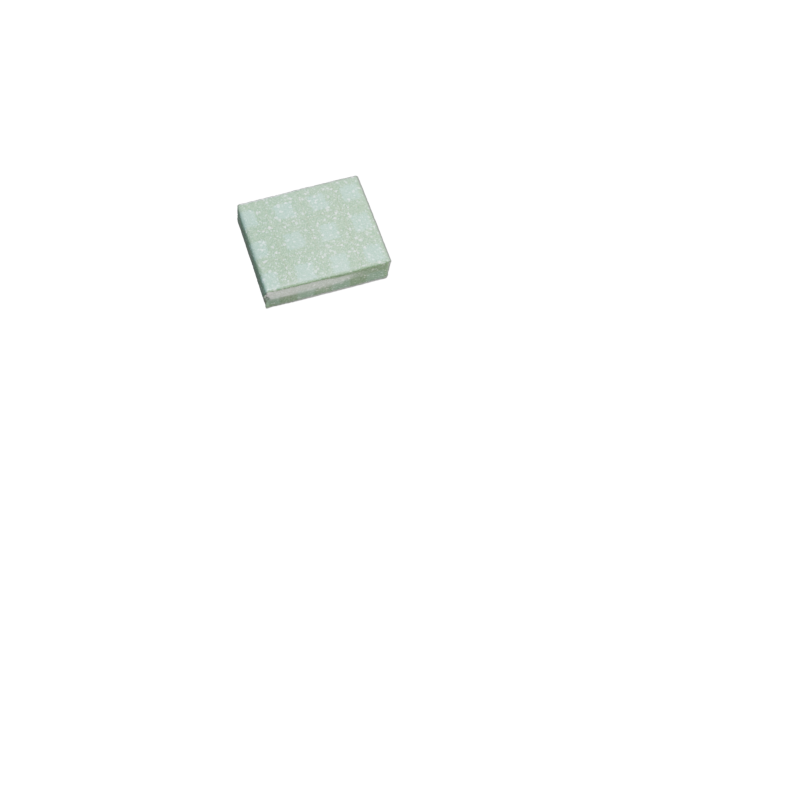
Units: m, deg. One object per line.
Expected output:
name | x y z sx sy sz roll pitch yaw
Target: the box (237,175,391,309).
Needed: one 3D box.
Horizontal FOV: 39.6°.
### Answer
box | -0.075 -0.136 0.953 0.113 0.096 0.037 -17 -26 -9
